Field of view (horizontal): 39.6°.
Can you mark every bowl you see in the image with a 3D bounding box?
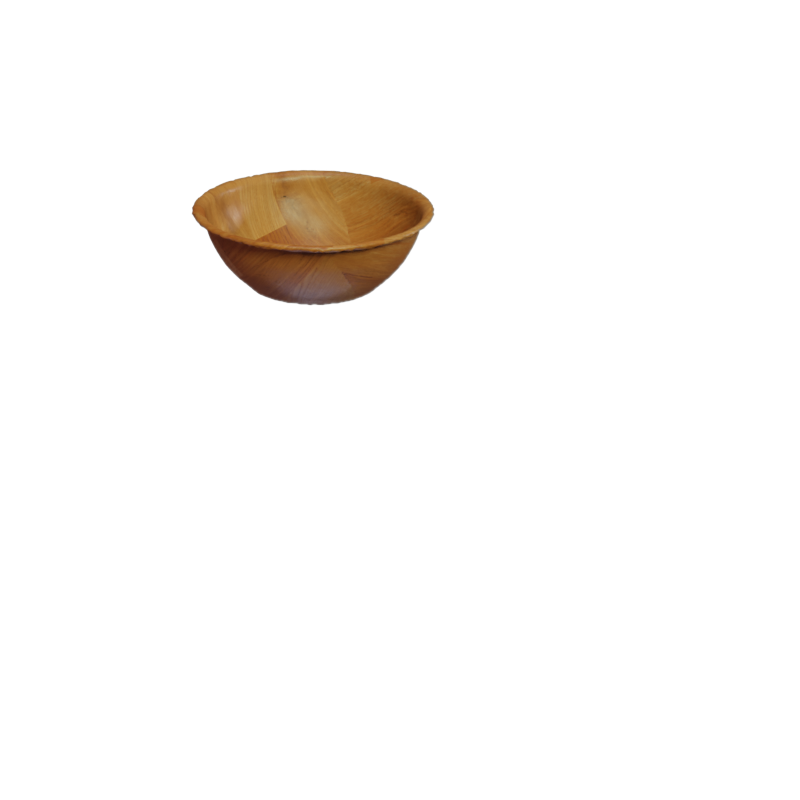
[{"bbox_3d":[-0.059,-0.107,0.752,0.162,0.052,0.171,-1,27,-2],"label":"bowl"}]
